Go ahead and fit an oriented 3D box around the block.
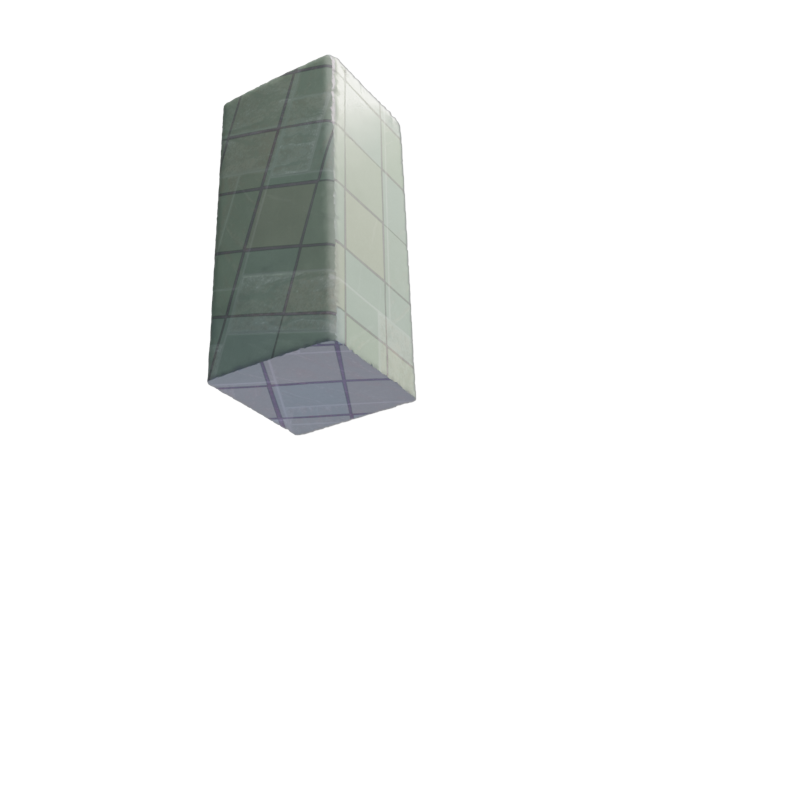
[{"bbox_3d":[-0.054,-0.099,0.688,0.091,0.220,0.084,-20,-36,26],"label":"block"}]
